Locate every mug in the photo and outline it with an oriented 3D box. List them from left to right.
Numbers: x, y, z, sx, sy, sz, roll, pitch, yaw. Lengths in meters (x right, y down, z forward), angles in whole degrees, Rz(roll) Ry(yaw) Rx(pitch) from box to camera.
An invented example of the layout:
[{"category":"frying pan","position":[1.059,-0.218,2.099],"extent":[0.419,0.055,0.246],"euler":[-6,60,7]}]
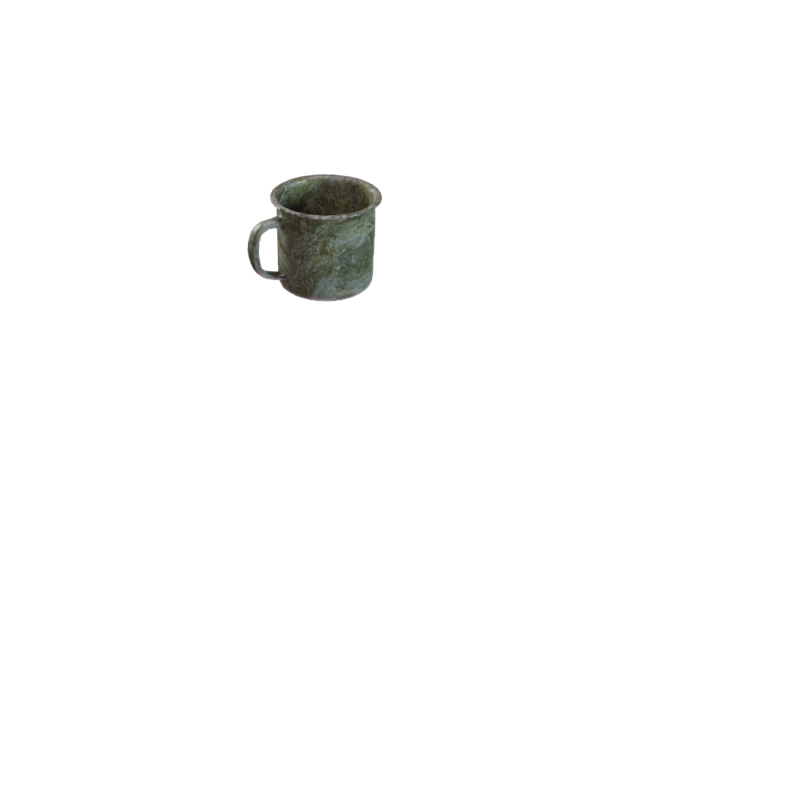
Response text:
[{"category":"mug","position":[-0.073,-0.133,0.929],"extent":[0.115,0.077,0.100],"euler":[-17,34,-27]}]
